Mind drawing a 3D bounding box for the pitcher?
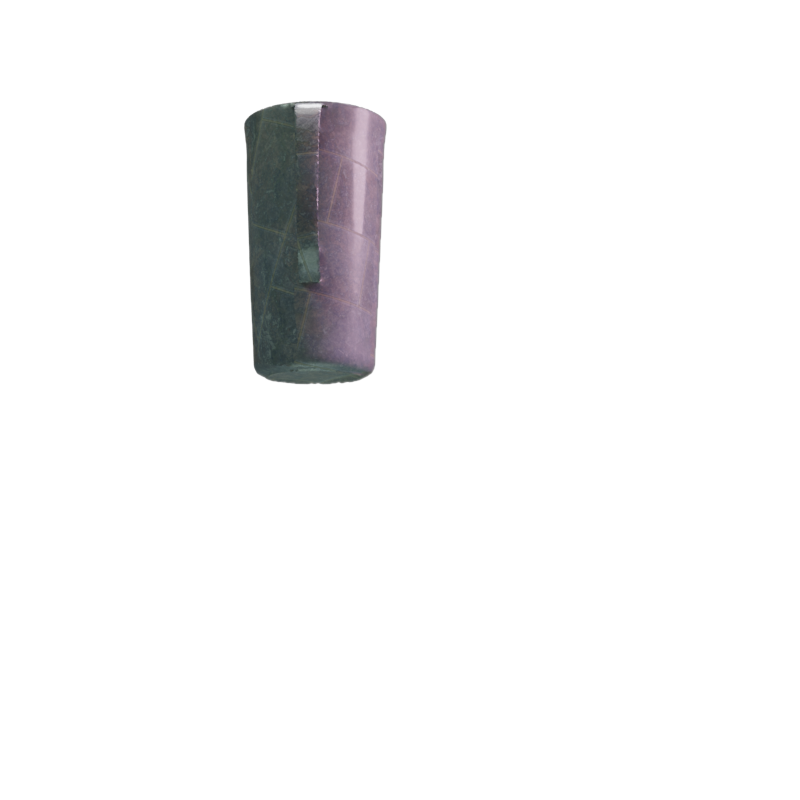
[{"bbox_3d":[-0.078,-0.143,0.999,0.141,0.251,0.148,11,-17,-44],"label":"pitcher"}]
